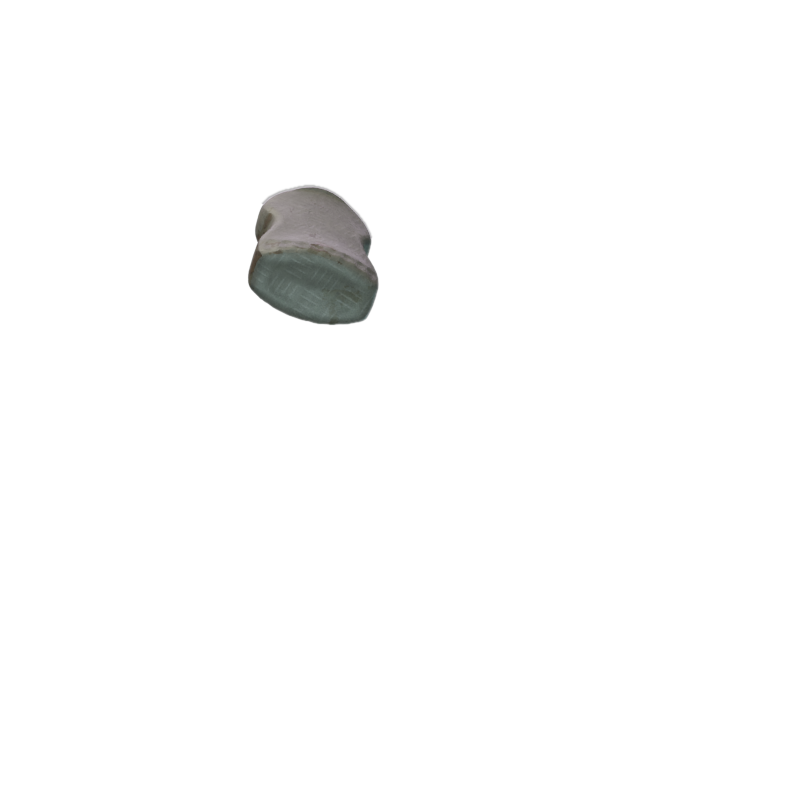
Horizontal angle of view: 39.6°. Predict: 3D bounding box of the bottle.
[{"bbox_3d":[-0.070,-0.129,0.901,0.095,0.056,0.203,13,26,-10],"label":"bottle"}]
